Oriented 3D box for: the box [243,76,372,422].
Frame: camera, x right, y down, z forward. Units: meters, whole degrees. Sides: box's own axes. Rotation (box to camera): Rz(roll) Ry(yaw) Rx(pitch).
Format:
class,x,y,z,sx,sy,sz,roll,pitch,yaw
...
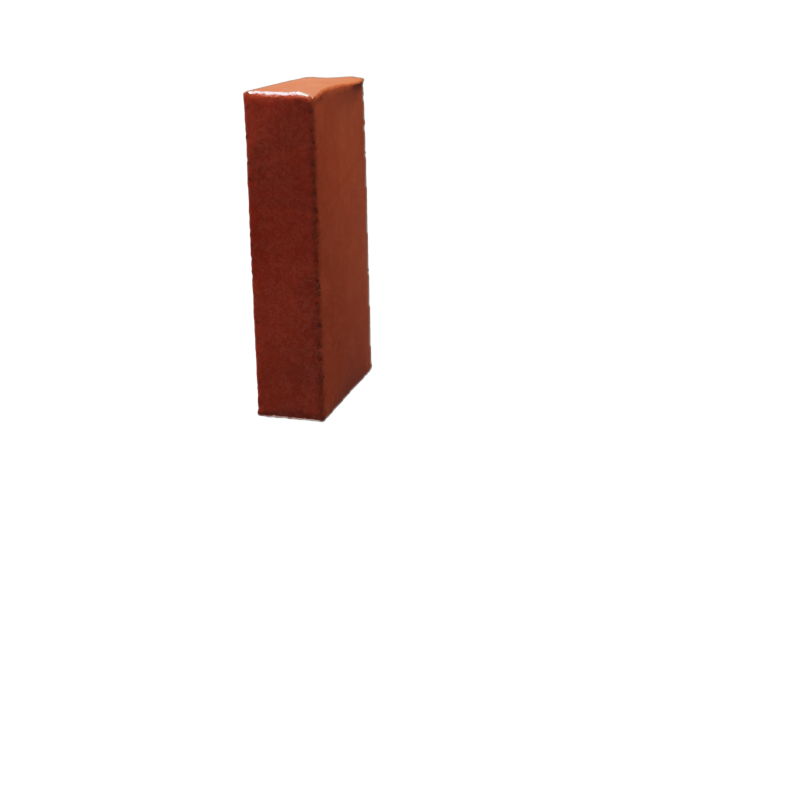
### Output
class,x,y,z,sx,sy,sz,roll,pitch,yaw
box,-0.048,-0.088,0.615,0.049,0.170,0.094,5,17,15
